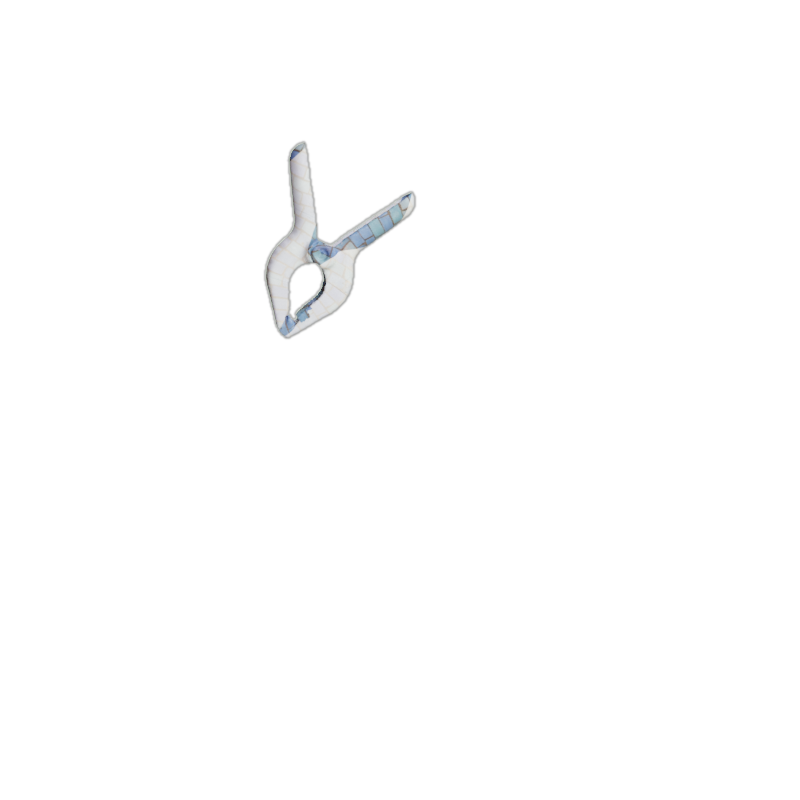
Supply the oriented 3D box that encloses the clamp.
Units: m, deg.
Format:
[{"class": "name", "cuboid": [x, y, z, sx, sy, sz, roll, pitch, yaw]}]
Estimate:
[{"class": "clamp", "cuboid": [-0.078, -0.142, 0.993, 0.120, 0.172, 0.039, 33, -1, 0]}]
